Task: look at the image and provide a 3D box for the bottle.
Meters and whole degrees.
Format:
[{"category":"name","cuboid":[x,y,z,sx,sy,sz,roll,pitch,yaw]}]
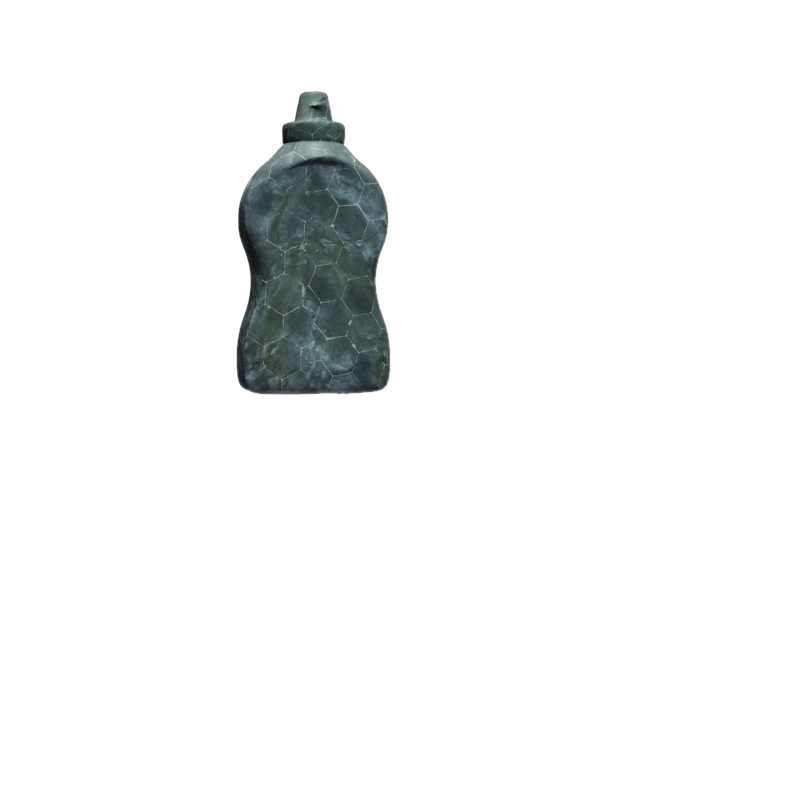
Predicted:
[{"category":"bottle","cuboid":[-0.055,-0.101,0.711,0.094,0.193,0.059,0,-3,-13]}]
